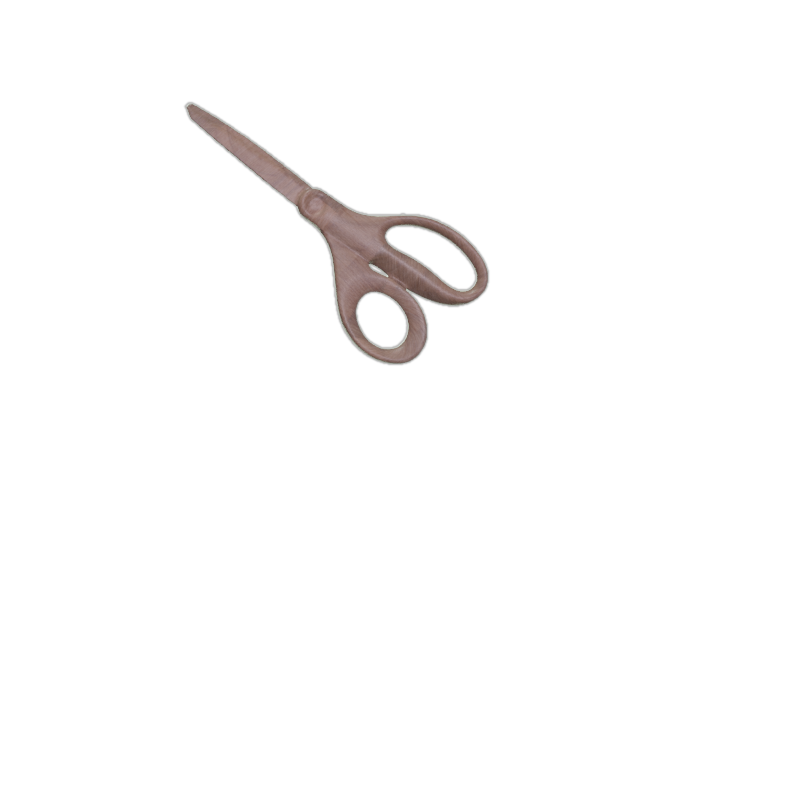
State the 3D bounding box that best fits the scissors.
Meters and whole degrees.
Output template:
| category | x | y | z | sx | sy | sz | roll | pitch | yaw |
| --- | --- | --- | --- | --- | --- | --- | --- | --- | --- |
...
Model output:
| category | x | y | z | sx | sy | sz | roll | pitch | yaw |
| --- | --- | --- | --- | --- | --- | --- | --- | --- | --- |
| scissors | -0.050 | -0.091 | 0.637 | 0.204 | 0.098 | 0.015 | 23 | -10 | 4 |
